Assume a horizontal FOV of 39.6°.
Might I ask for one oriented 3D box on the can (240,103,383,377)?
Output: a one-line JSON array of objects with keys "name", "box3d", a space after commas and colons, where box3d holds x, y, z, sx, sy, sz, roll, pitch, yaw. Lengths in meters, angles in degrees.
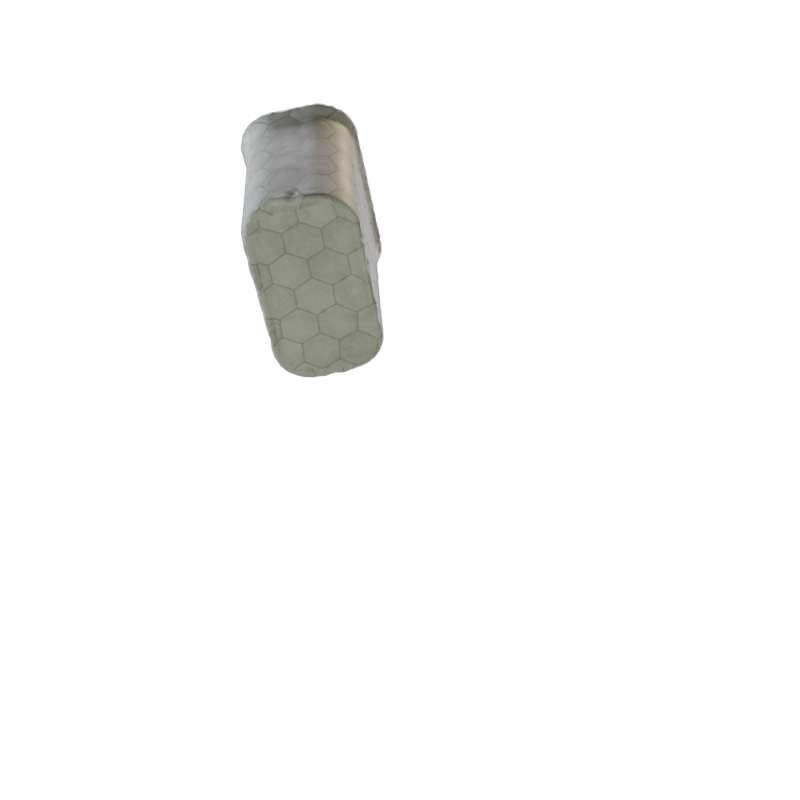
[{"name": "can", "box3d": [-0.041, -0.075, 0.522, 0.058, 0.095, 0.090, -10, 36, 4]}]
